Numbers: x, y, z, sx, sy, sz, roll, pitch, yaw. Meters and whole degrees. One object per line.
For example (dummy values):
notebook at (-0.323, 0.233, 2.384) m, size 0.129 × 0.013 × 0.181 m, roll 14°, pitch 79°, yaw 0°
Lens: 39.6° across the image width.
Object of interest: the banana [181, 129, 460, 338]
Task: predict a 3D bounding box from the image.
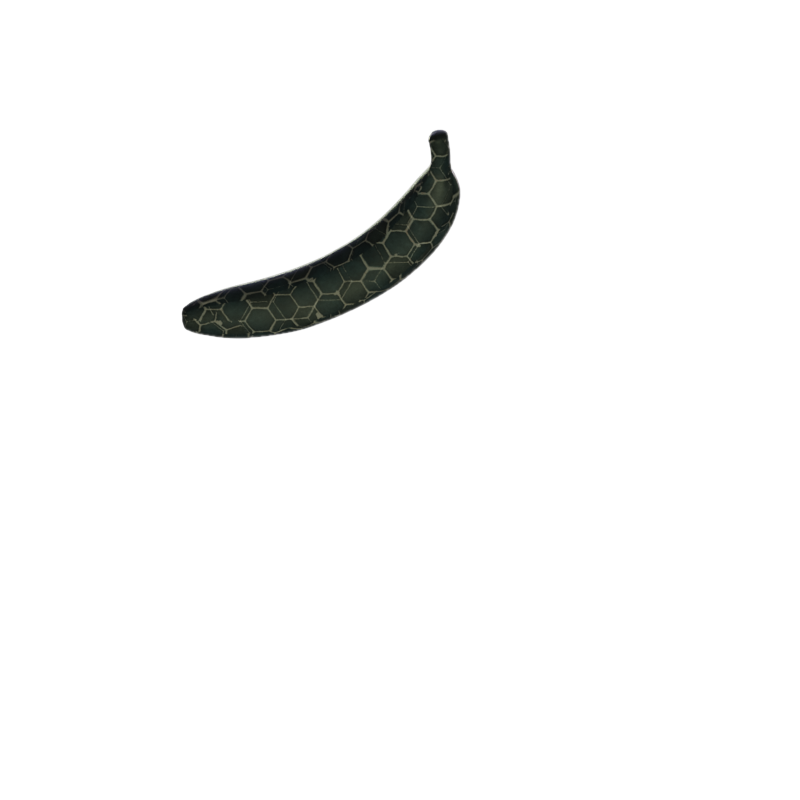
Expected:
banana at (-0.036, -0.083, 0.653) m, size 0.197 × 0.066 × 0.039 m, roll -33°, pitch 26°, yaw 18°
